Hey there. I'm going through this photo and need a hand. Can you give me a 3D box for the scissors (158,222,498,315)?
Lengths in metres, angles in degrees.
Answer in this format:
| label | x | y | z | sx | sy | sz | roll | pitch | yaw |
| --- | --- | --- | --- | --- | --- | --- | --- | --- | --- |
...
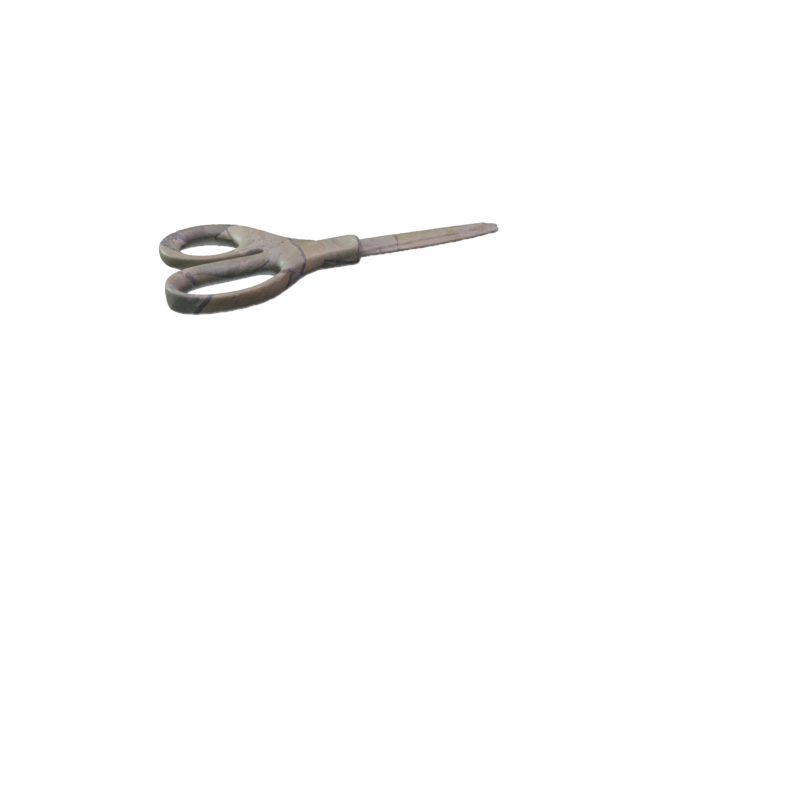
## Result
| label | x | y | z | sx | sy | sz | roll | pitch | yaw |
| --- | --- | --- | --- | --- | --- | --- | --- | --- | --- |
| scissors | -0.050 | -0.091 | 0.639 | 0.199 | 0.015 | 0.103 | -22 | 38 | -30 |
